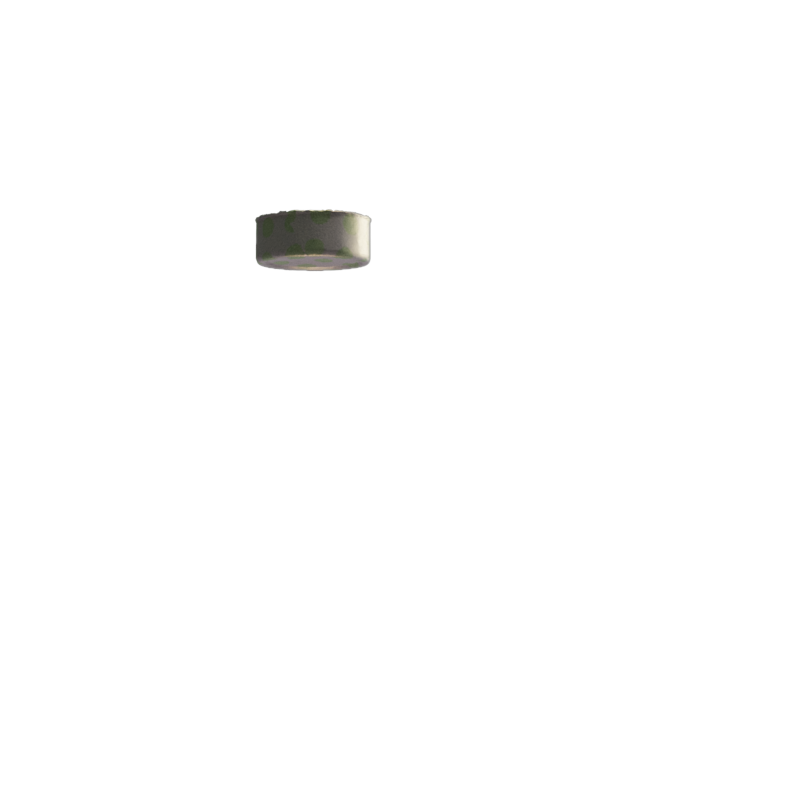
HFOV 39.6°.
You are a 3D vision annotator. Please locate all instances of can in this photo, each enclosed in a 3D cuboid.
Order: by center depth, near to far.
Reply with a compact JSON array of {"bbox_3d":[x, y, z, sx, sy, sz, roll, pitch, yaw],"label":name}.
[{"bbox_3d":[-0.064,-0.116,0.814,0.086,0.034,0.085,0,-2,-2],"label":"can"}]
